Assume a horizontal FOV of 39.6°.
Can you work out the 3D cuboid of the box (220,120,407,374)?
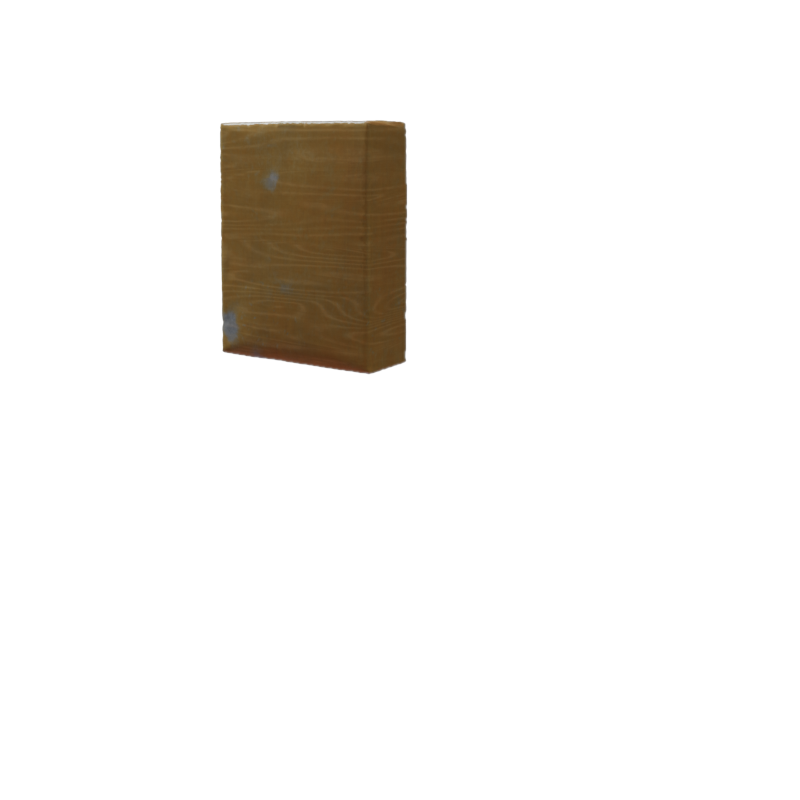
[{"bbox_3d":[-0.078,-0.142,0.991,0.171,0.211,0.070,6,8,34],"label":"box"}]
